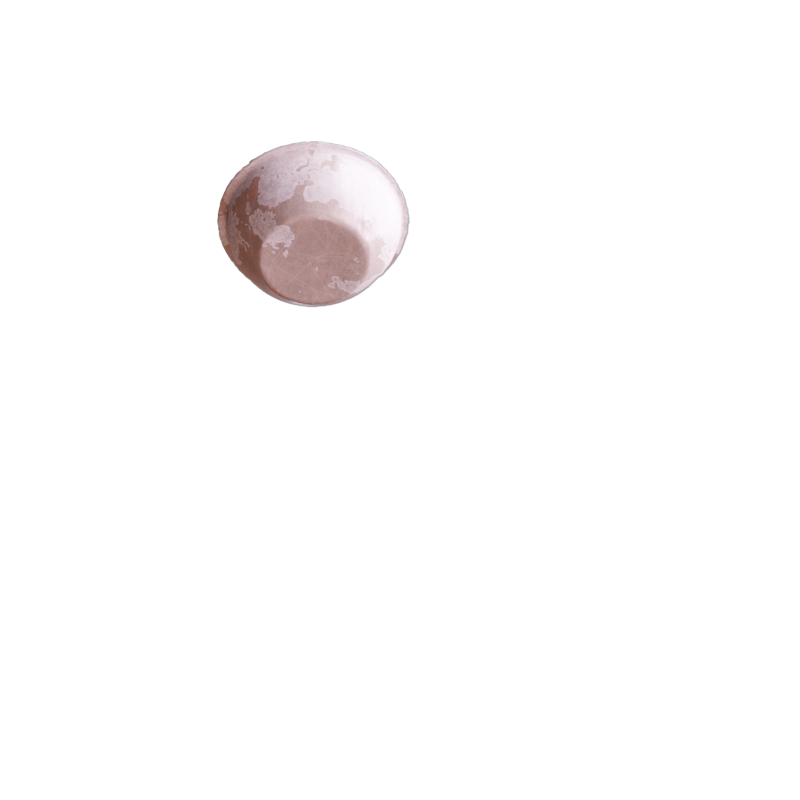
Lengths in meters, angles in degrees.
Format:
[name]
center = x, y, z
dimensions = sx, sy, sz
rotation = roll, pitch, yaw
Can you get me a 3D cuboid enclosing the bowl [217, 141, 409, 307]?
[bowl]
center = -0.072, -0.130, 0.914
dimensions = 0.162, 0.151, 0.059
rotation = 1, 39, -1
